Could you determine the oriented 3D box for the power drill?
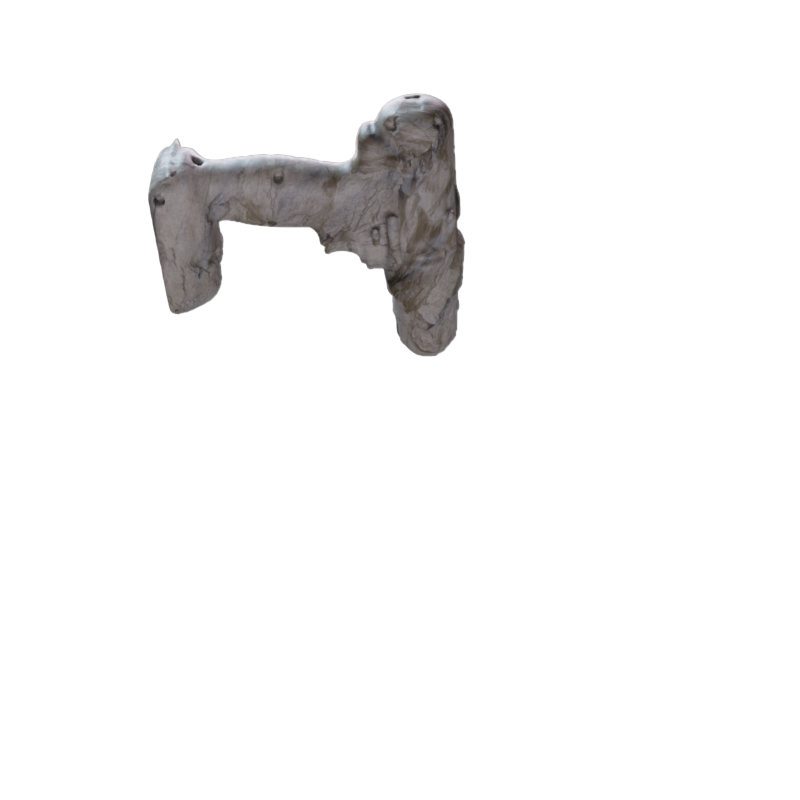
[{"bbox_3d":[-0.054,-0.099,0.691,0.188,0.172,0.061,-4,35,2],"label":"power drill"}]
